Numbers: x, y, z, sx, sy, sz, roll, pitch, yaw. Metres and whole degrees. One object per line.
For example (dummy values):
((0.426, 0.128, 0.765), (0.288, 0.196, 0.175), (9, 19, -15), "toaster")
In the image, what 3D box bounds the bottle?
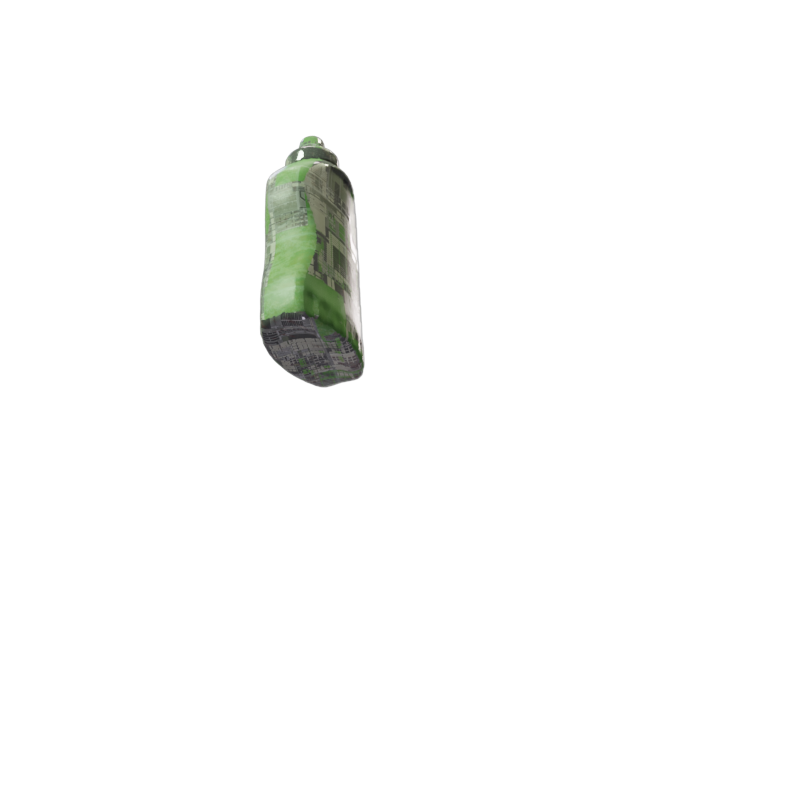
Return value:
((-0.062, -0.113, 0.792), (0.059, 0.205, 0.089), (-18, -37, 21), "bottle")
